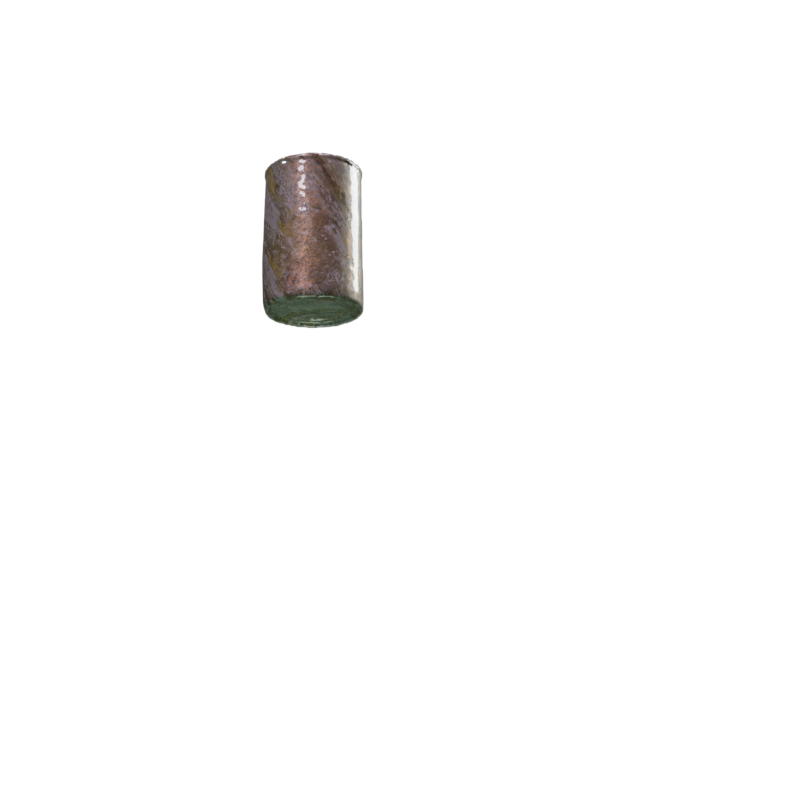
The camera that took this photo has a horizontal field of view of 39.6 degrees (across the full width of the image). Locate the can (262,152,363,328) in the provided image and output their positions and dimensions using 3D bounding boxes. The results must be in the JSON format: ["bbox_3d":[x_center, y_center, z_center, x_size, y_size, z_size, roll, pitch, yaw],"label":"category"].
[{"bbox_3d":[-0.059,-0.107,0.751,0.068,0.107,0.065,0,-20,-2],"label":"can"}]
